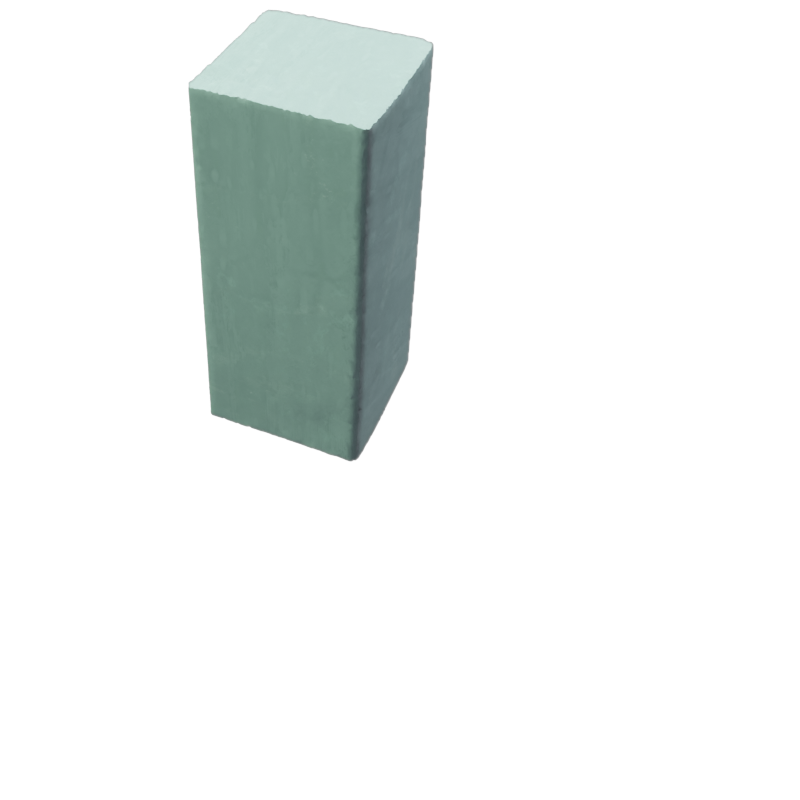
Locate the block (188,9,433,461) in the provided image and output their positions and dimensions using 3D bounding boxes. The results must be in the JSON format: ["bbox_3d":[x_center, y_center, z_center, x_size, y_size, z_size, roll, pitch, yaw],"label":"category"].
[{"bbox_3d":[-0.044,-0.082,0.570,0.093,0.192,0.094,16,42,15],"label":"block"}]
